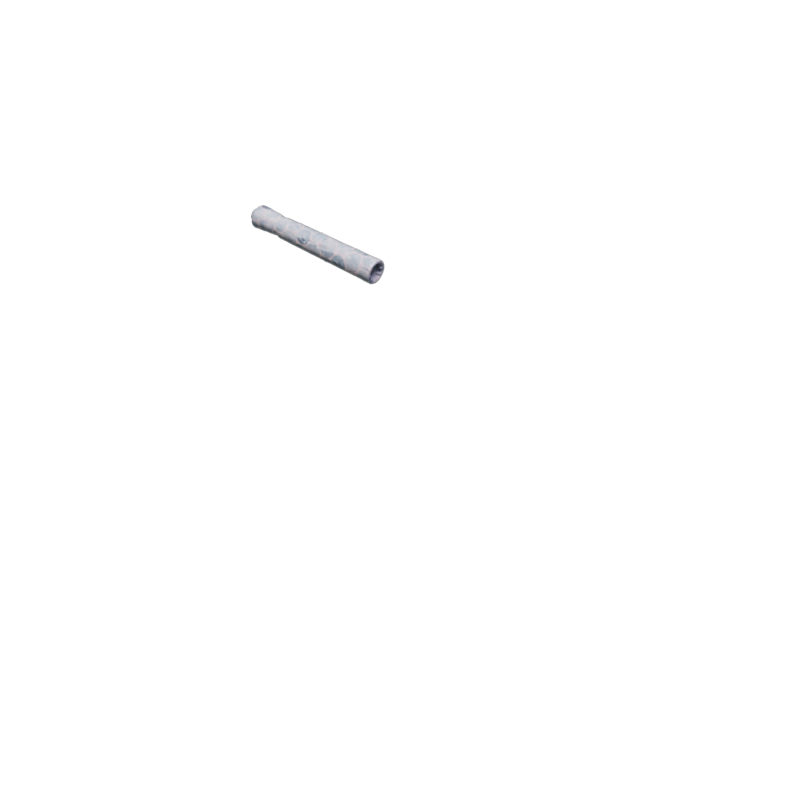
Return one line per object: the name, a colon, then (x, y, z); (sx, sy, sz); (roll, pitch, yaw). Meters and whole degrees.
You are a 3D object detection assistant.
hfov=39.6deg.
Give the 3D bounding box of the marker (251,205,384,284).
marker: (-0.064, -0.117, 0.818); (0.129, 0.019, 0.019); (29, 19, 32)
